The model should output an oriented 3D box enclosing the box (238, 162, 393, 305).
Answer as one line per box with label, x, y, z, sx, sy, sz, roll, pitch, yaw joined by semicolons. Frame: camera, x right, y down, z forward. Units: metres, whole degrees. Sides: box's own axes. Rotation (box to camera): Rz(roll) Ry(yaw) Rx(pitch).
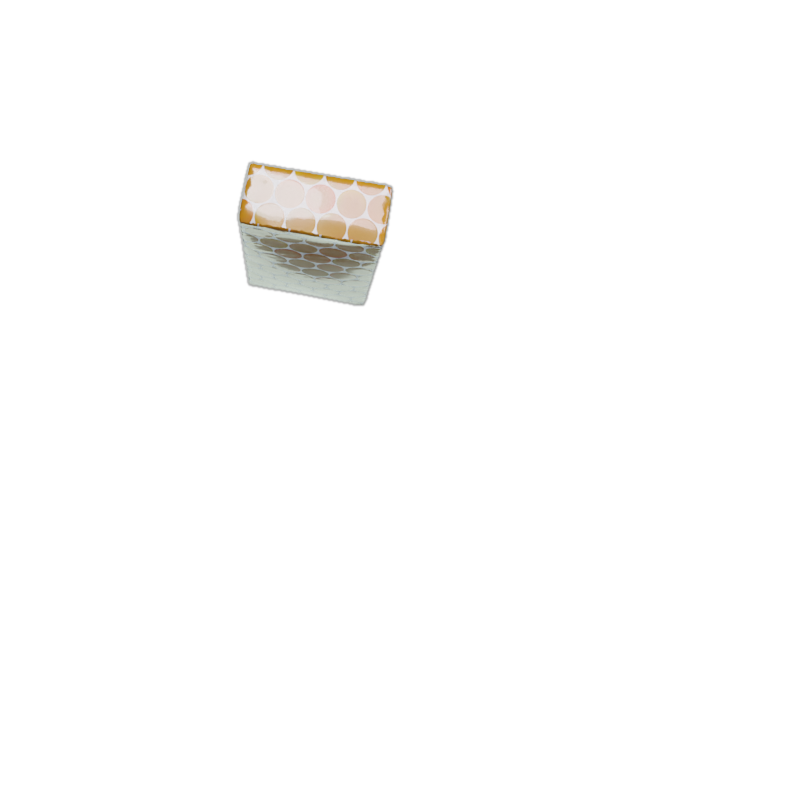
box;-0.060;-0.108;0.760;0.093;0.049;0.173;10;-6;-2
